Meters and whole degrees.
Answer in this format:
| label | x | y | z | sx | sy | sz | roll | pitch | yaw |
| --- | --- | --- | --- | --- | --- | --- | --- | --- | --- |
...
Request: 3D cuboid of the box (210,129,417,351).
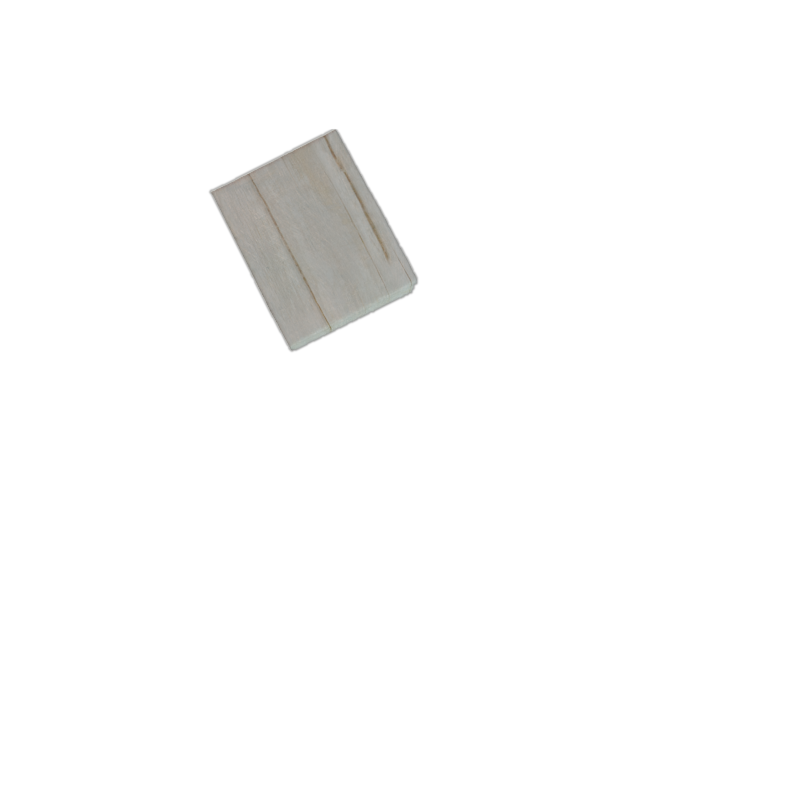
| label | x | y | z | sx | sy | sz | roll | pitch | yaw |
| --- | --- | --- | --- | --- | --- | --- | --- | --- | --- |
| box | -0.055 | -0.100 | 0.700 | 0.090 | 0.117 | 0.038 | -27 | -10 | -6 |
